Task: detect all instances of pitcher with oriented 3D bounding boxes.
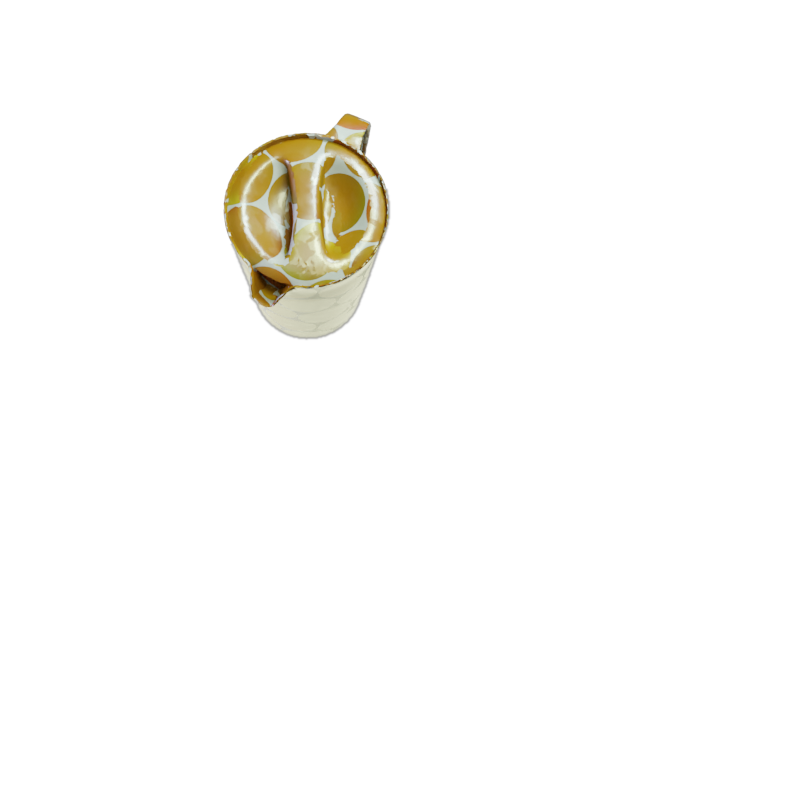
[{"bbox_3d":[-0.078,-0.143,0.999,0.149,0.151,0.235,-20,-11,-7],"label":"pitcher"}]
